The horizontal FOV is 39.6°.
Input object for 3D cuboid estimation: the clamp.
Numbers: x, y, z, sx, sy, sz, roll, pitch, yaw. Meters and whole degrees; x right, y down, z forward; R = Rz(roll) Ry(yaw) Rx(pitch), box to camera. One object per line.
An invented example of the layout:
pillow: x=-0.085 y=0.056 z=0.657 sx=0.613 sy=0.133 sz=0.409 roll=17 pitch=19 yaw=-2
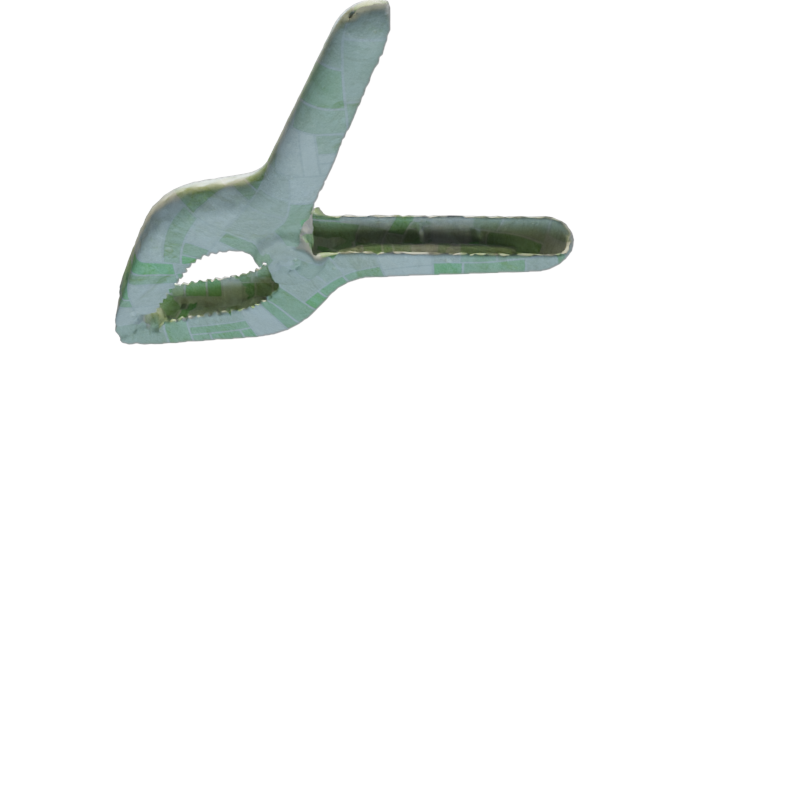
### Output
clamp: x=-0.039 y=-0.071 z=0.496 sx=0.210 sy=0.039 sz=0.153 roll=-28 pitch=-46 yaw=30
